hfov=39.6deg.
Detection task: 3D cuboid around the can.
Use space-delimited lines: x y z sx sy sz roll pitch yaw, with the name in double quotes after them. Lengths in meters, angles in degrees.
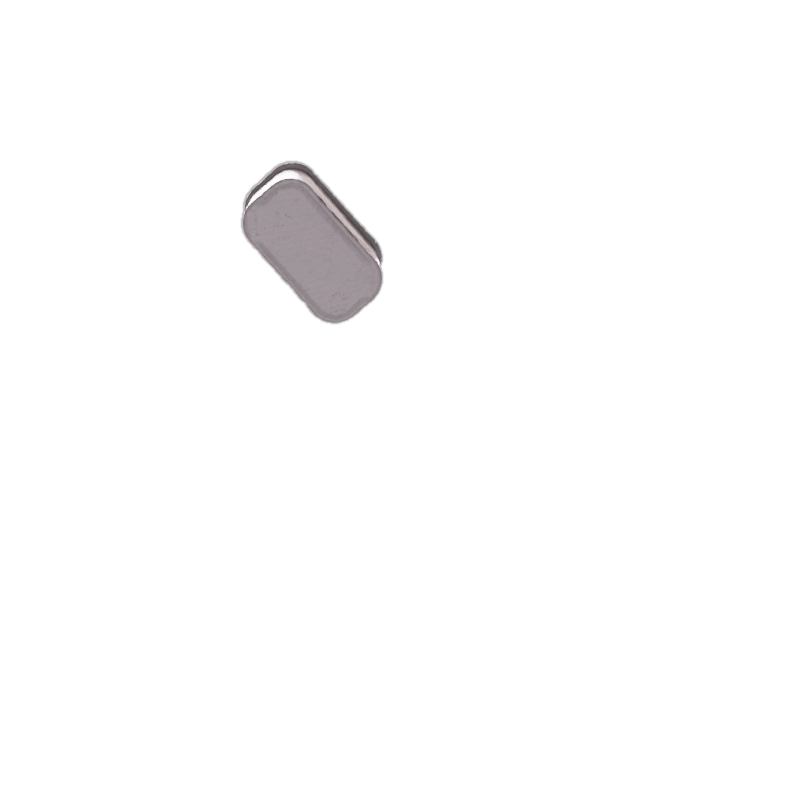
-0.057 -0.104 0.726 0.057 0.100 0.086 -41 10 7 "can"
